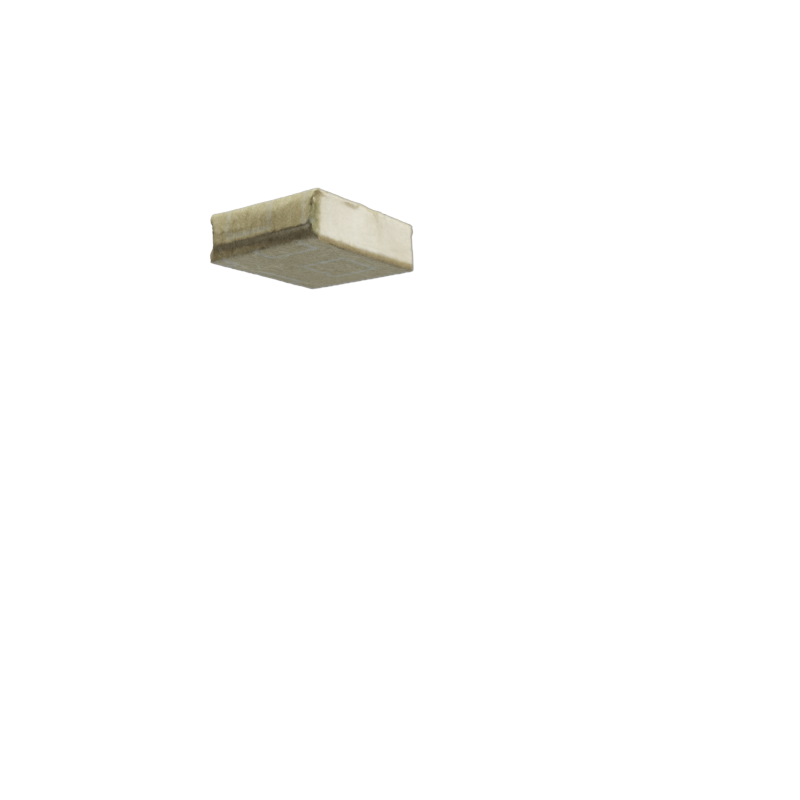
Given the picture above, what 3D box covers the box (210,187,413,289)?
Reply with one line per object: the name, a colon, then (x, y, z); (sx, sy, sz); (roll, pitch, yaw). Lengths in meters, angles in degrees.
box: (-0.047, -0.086, 0.599); (0.075, 0.031, 0.084); (-7, -11, 37)
